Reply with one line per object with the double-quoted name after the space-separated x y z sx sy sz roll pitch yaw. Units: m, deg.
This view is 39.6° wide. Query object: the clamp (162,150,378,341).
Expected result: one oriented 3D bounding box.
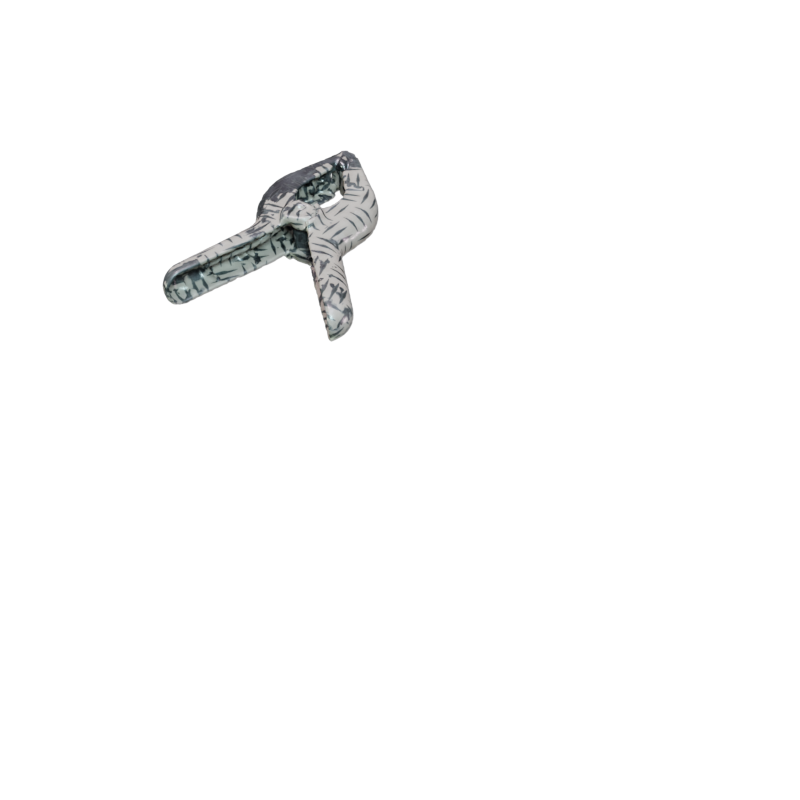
-0.055 -0.100 0.699 0.125 0.036 0.176 22 50 20 "clamp"
